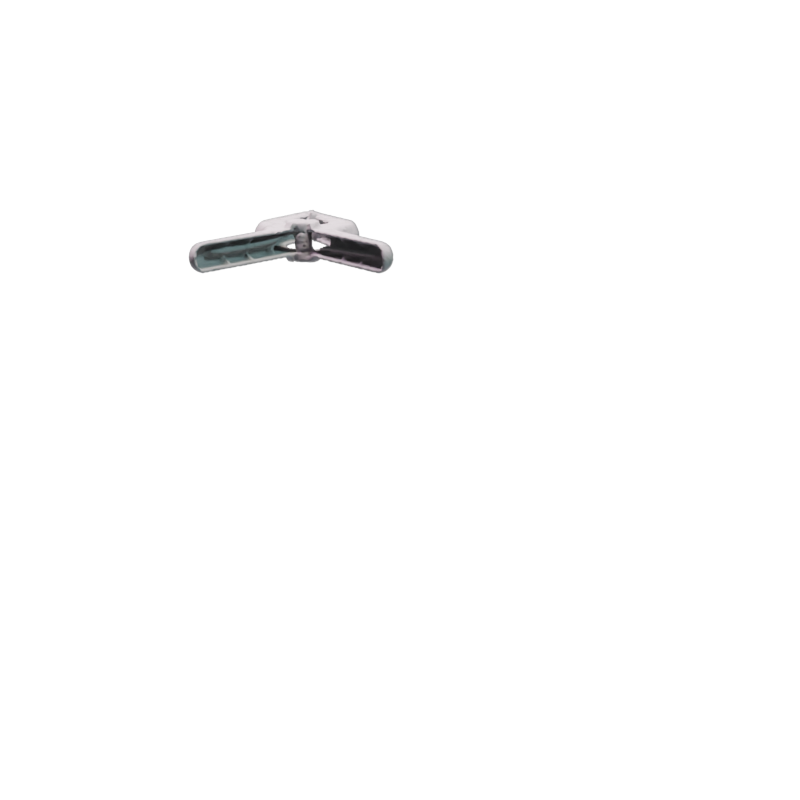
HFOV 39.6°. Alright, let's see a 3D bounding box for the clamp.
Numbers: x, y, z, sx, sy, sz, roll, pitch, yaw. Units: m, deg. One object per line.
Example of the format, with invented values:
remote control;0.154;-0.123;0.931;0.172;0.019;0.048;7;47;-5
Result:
clamp;-0.076;-0.139;0.972;0.167;0.035;0.213;3;17;10
